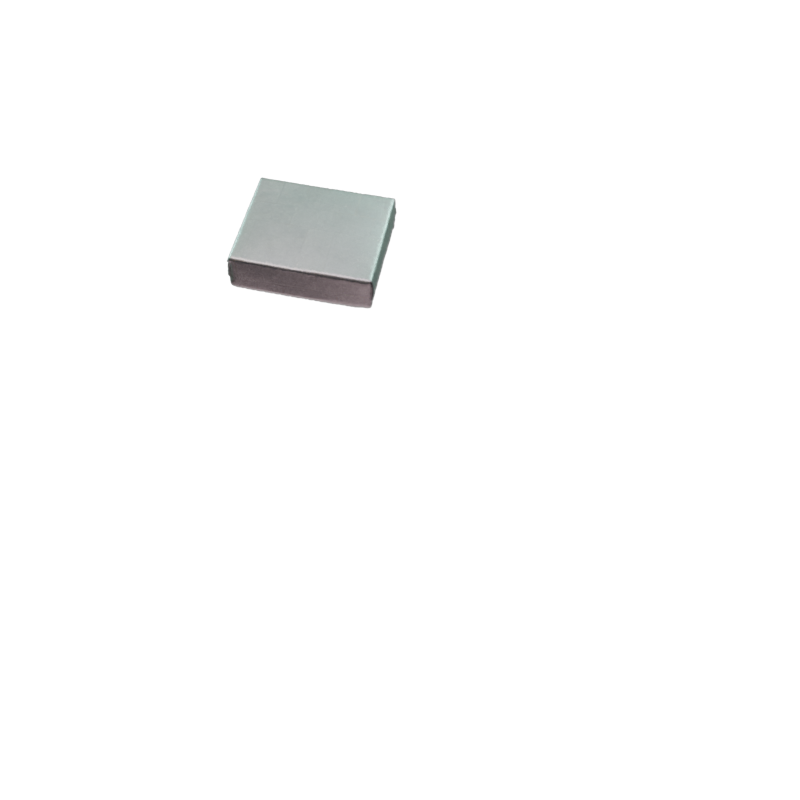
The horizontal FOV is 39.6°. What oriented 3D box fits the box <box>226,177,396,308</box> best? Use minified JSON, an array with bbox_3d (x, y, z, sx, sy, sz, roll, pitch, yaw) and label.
[{"bbox_3d":[-0.067,-0.122,0.853,0.115,0.095,0.036,11,-37,8],"label":"box"}]
